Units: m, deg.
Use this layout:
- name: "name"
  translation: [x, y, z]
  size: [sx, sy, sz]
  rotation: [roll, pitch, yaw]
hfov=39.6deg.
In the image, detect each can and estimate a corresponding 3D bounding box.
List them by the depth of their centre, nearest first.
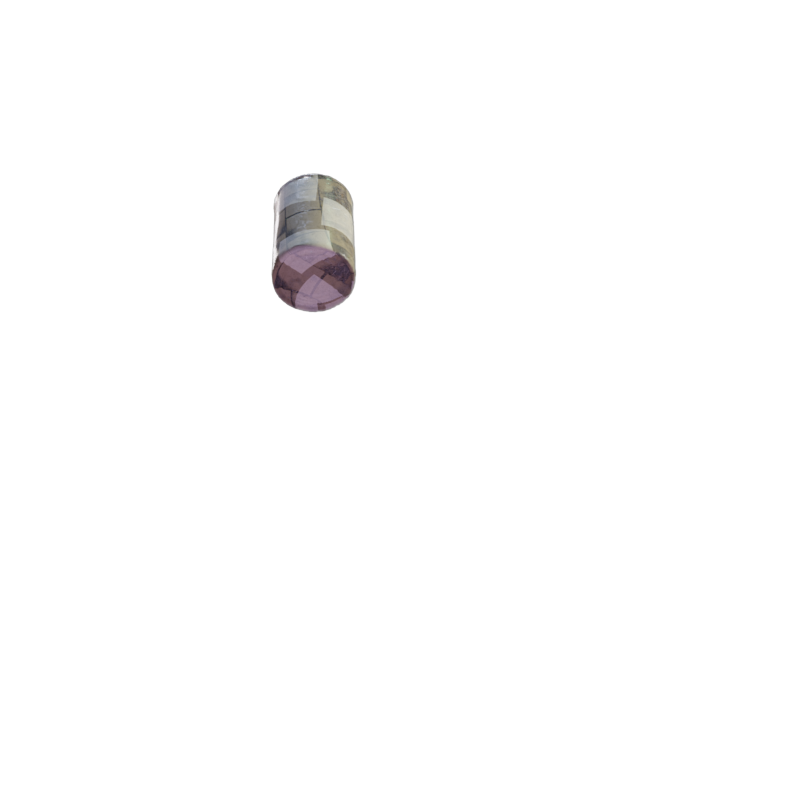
- name: "can"
  translation: [-0.070, -0.129, 0.900]
  size: [0.068, 0.064, 0.110]
  rotation: [-1, 40, -3]
